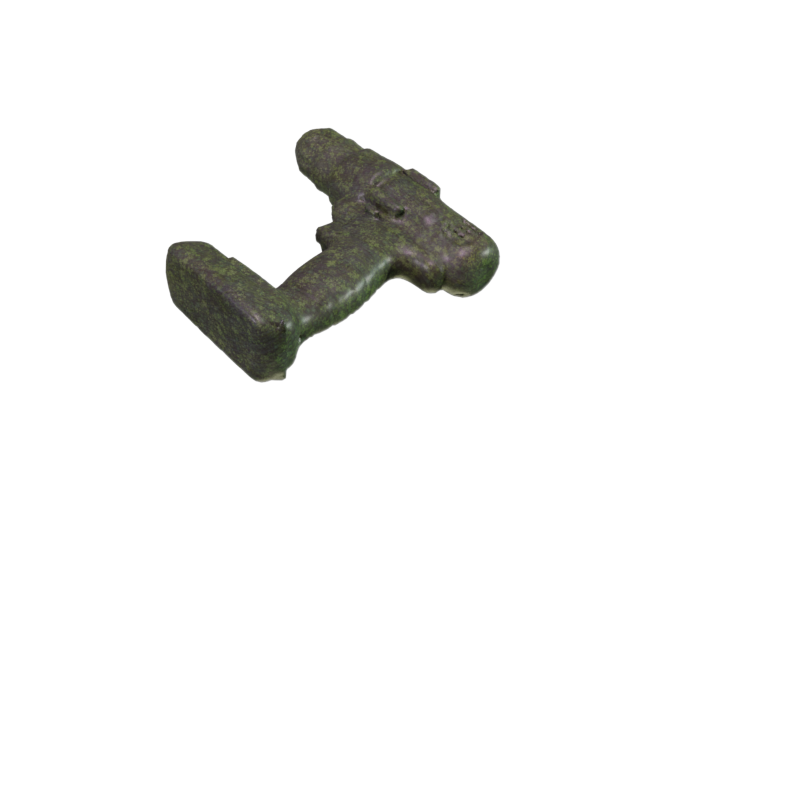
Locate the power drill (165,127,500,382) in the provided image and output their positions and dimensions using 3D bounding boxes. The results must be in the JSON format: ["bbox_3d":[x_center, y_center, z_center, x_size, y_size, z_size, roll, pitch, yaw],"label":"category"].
[{"bbox_3d":[-0.057,-0.104,0.729,0.188,0.053,0.198,-32,53,-28],"label":"power drill"}]
